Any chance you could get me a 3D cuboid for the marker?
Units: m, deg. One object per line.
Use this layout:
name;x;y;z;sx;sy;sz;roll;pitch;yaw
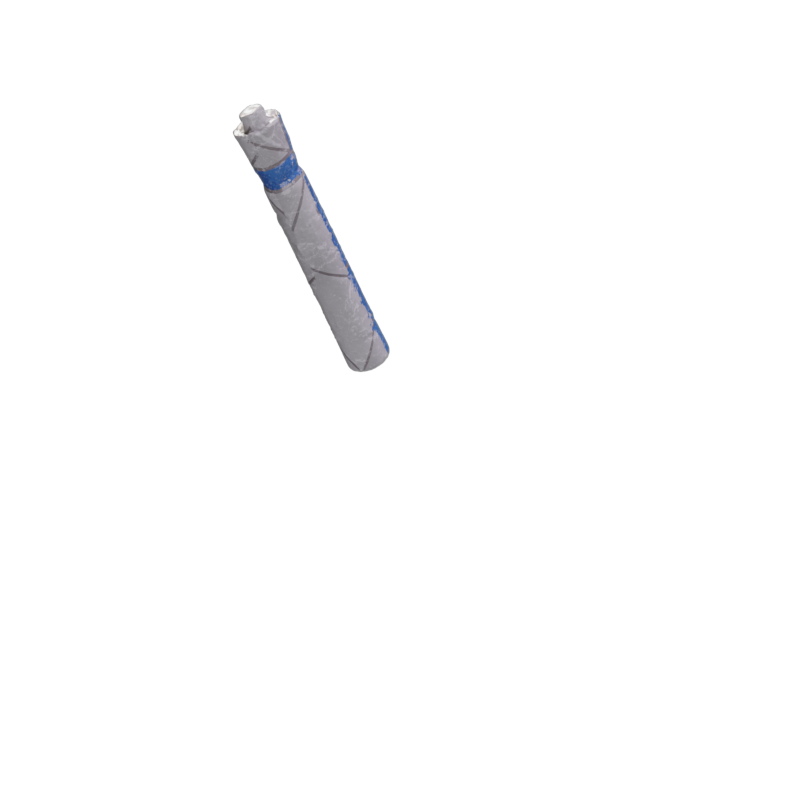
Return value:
marker;-0.034;-0.062;0.431;0.020;0.113;0.021;-19;31;11
